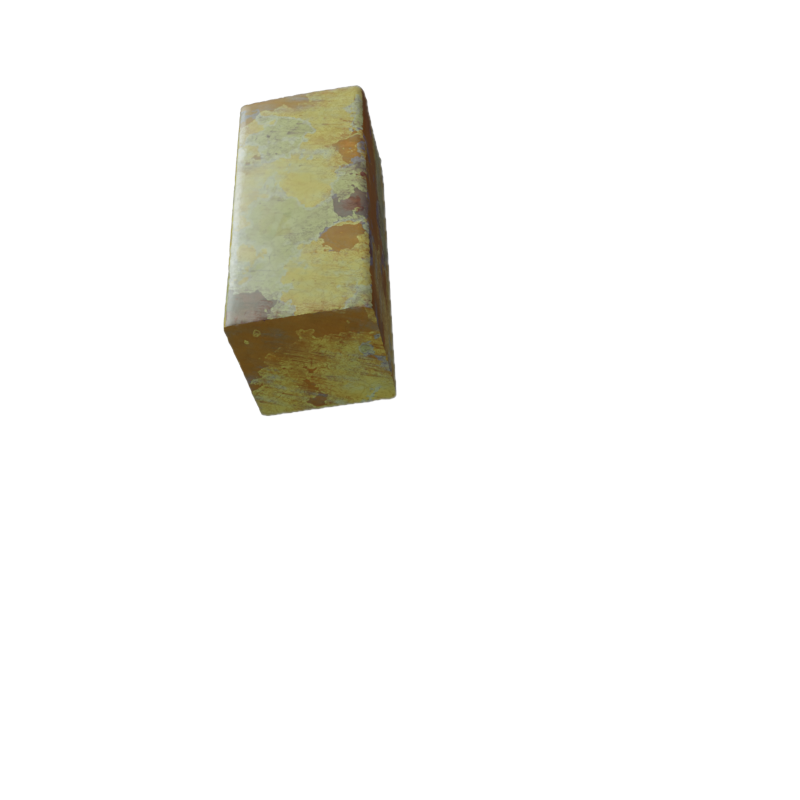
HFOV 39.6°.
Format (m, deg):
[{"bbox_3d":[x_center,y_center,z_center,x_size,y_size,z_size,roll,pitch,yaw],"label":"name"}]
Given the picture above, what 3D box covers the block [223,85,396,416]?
[{"bbox_3d":[-0.057,-0.105,0.733,0.091,0.221,0.084,-9,-42,6],"label":"block"}]
